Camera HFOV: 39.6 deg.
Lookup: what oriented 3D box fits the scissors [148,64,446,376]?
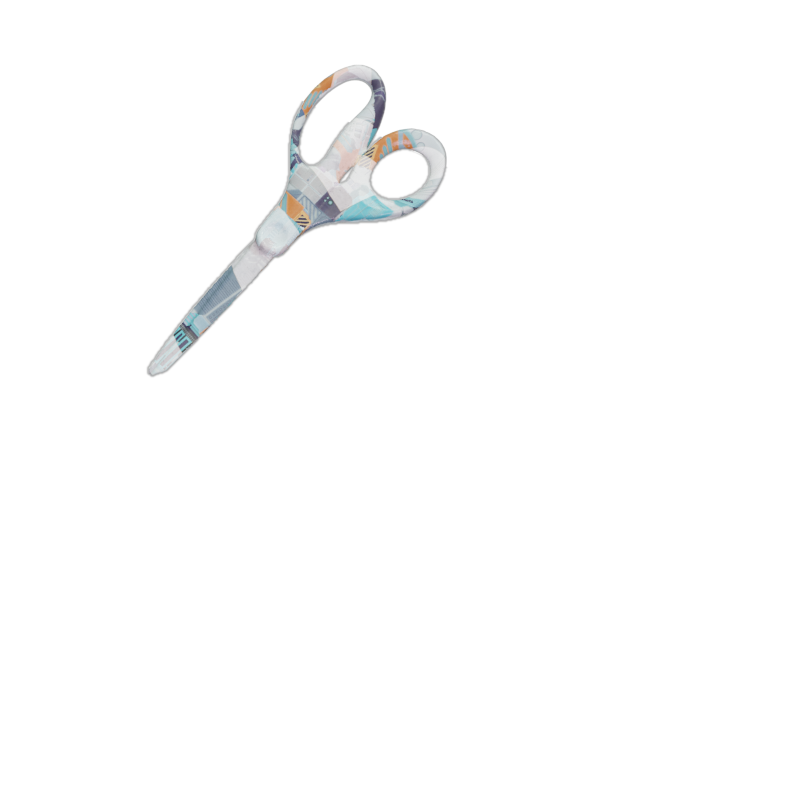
[{"bbox_3d":[-0.046,-0.084,0.591,0.097,0.205,0.015,24,-11,5],"label":"scissors"}]
